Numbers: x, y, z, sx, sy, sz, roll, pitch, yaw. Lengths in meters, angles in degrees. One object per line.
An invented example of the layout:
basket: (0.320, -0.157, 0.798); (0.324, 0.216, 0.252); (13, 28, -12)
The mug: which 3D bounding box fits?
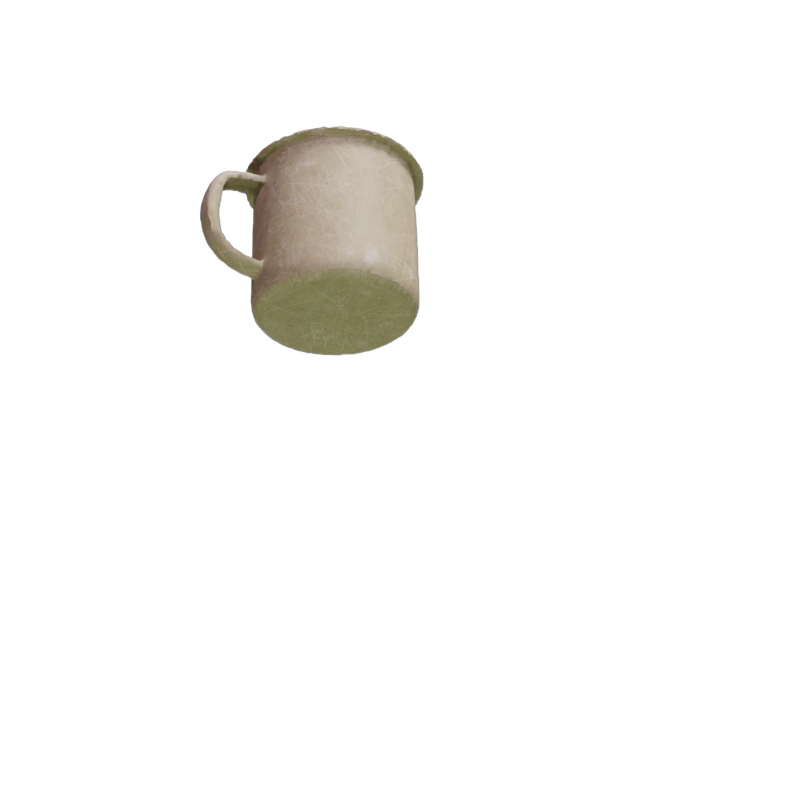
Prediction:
mug: (-0.043, -0.078, 0.547); (0.112, 0.087, 0.091); (16, -35, -26)
